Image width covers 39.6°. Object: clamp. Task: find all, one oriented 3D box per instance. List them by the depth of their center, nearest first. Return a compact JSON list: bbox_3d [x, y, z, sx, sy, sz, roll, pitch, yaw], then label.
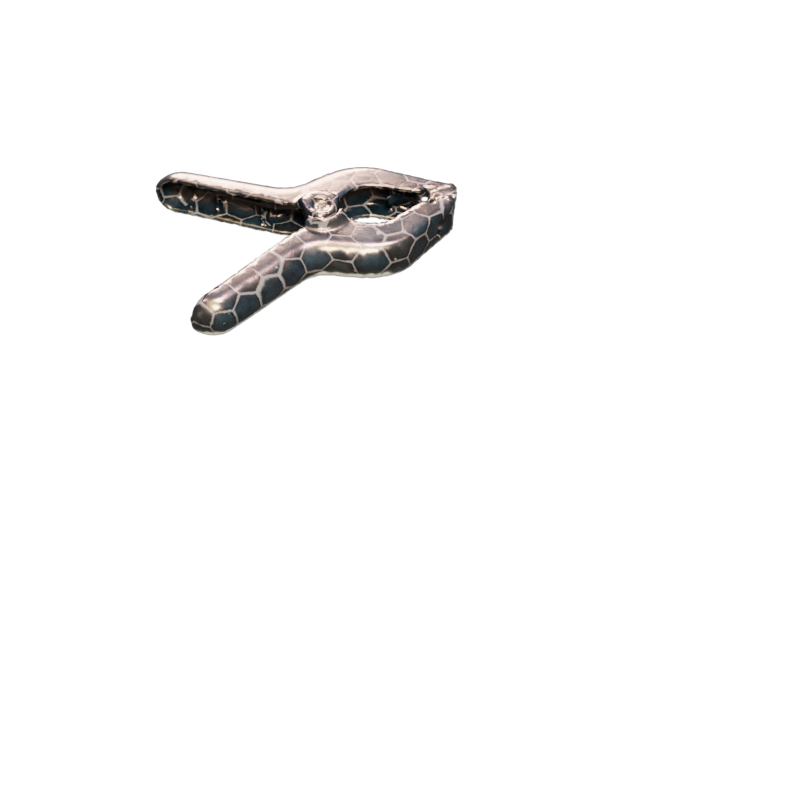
[{"bbox_3d":[-0.048,-0.088,0.614,0.170,0.129,0.037,-6,-38,-5],"label":"clamp"}]
